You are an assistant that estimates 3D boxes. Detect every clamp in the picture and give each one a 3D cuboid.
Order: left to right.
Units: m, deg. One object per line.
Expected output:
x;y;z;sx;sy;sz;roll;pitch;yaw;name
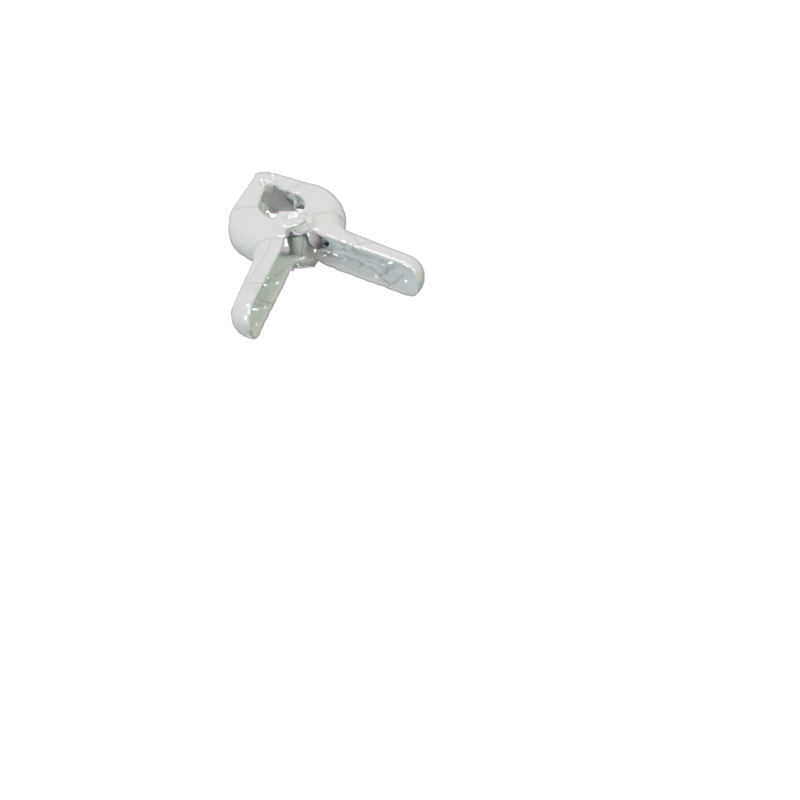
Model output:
-0.057;-0.103;0.725;0.119;0.037;0.185;-7;39;-9;clamp
